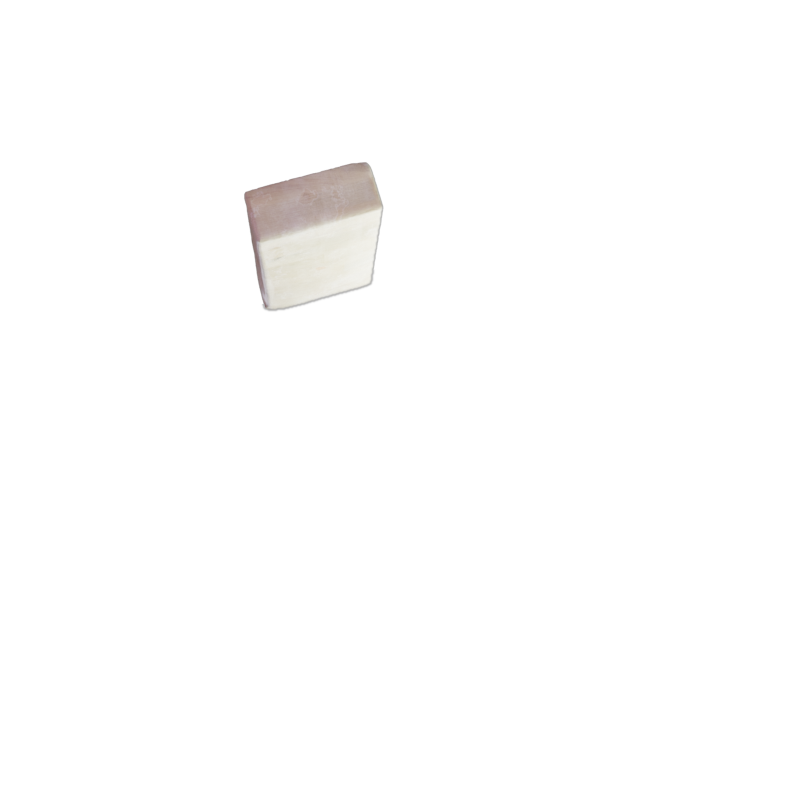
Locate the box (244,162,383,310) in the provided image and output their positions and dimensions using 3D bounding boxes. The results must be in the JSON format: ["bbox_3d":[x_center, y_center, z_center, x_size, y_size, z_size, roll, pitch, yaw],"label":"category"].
[{"bbox_3d":[-0.066,-0.121,0.843,0.093,0.050,0.169,-15,-13,-8],"label":"box"}]
